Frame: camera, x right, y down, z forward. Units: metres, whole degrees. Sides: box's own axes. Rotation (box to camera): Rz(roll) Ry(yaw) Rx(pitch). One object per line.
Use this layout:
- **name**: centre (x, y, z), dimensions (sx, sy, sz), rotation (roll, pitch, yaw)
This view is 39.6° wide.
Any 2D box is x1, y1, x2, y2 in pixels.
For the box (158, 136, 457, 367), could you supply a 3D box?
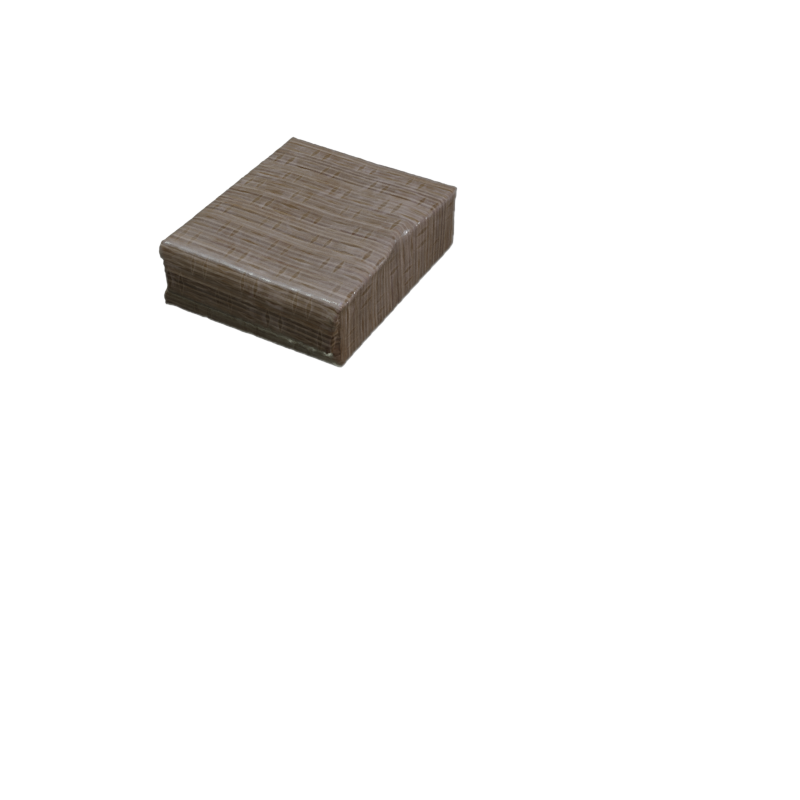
- **box**: centre (-0.031, -0.057, 0.399), dimensions (0.076, 0.028, 0.091), rotation (20, 43, 22)
